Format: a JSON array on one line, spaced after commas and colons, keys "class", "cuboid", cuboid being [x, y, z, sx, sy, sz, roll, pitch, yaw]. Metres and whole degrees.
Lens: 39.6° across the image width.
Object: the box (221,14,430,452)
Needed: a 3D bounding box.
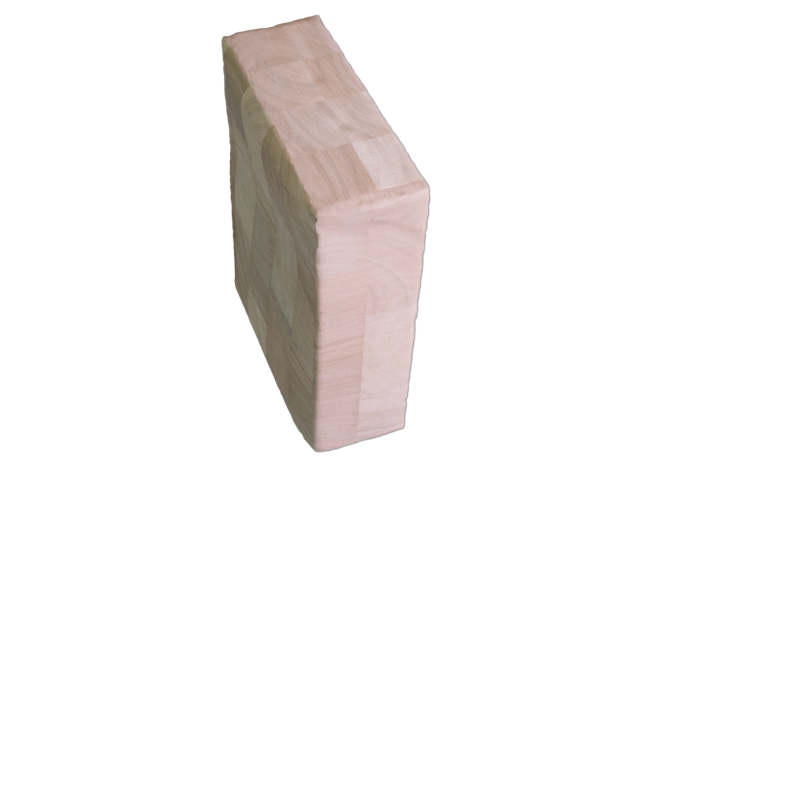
[{"class": "box", "cuboid": [-0.053, -0.096, 0.675, 0.071, 0.178, 0.199, -16, -38, -16]}]
